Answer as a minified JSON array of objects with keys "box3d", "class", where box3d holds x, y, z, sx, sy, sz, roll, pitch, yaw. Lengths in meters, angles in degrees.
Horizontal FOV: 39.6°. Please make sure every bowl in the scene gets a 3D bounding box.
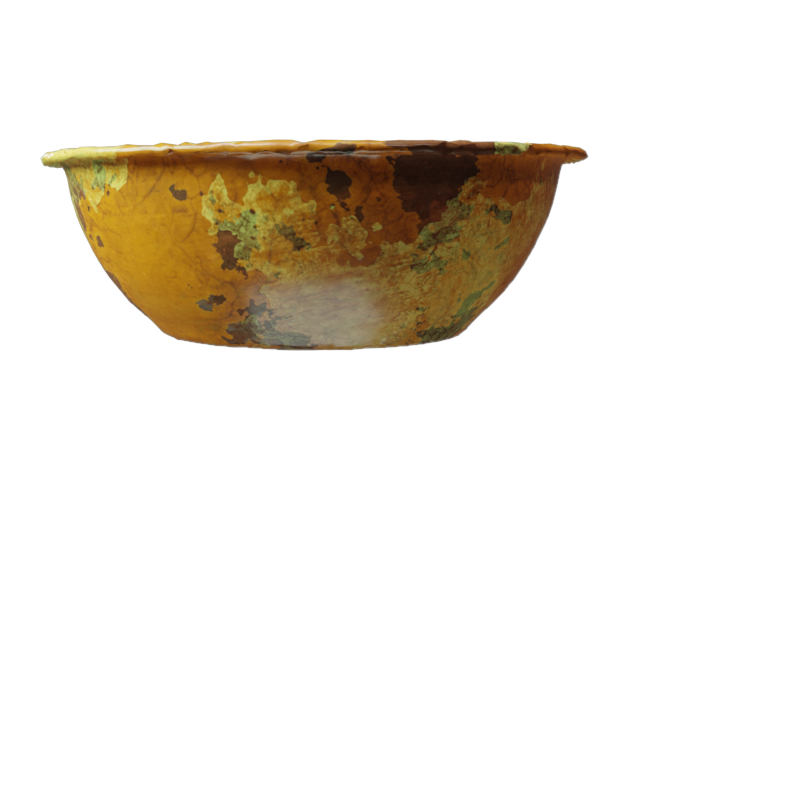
[{"box3d":[-0.026,-0.048,0.337,0.162,0.054,0.165,0,9,-2],"class":"bowl"}]
